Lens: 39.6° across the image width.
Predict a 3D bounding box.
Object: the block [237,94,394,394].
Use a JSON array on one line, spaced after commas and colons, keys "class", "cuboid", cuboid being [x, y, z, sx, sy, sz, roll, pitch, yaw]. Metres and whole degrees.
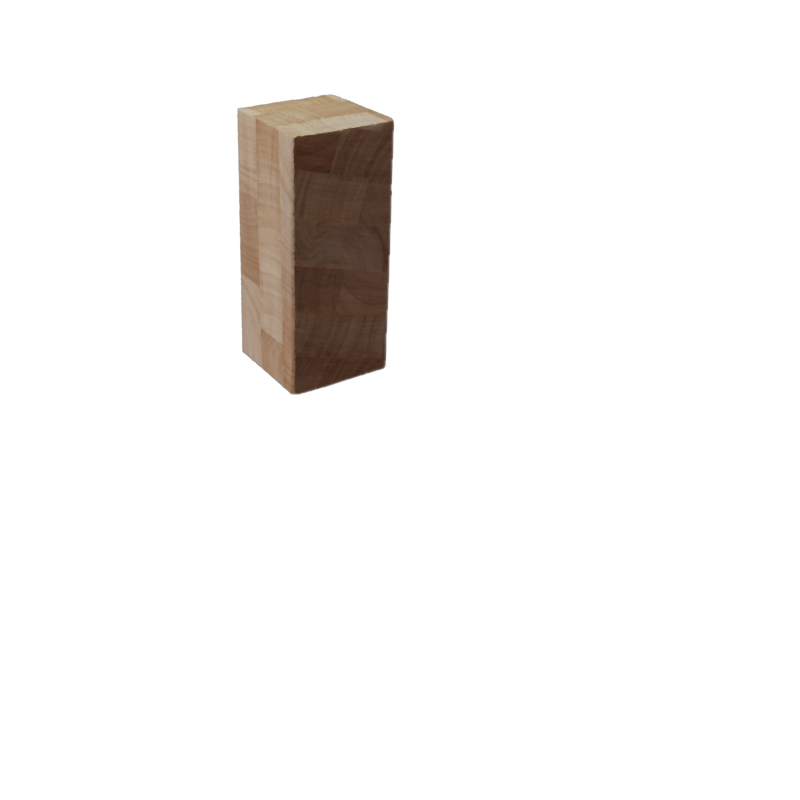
[{"class": "block", "cuboid": [-0.067, -0.123, 0.863, 0.088, 0.196, 0.097, -14, 28, -31]}]
